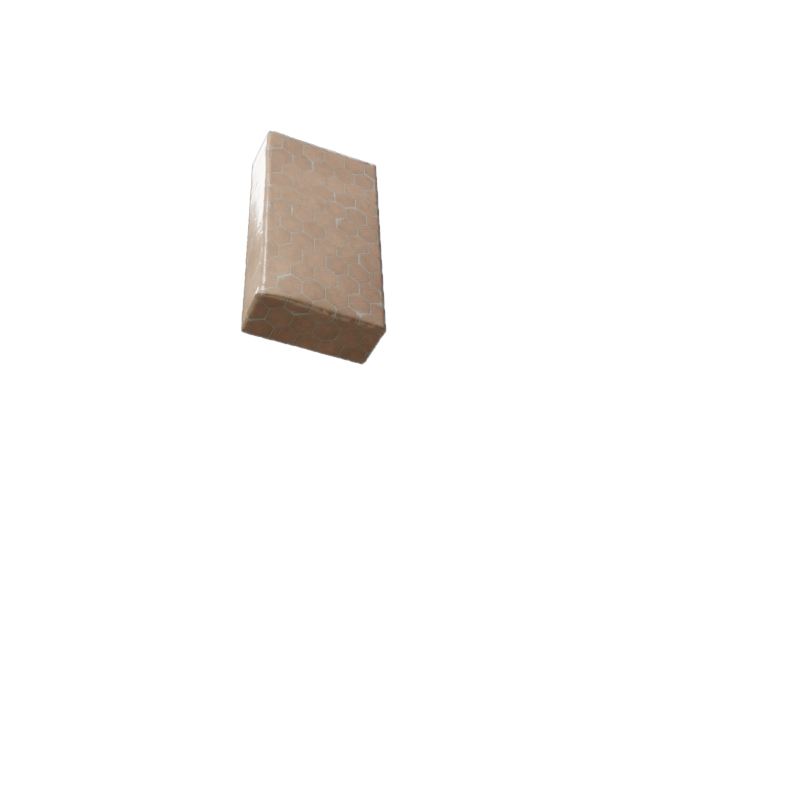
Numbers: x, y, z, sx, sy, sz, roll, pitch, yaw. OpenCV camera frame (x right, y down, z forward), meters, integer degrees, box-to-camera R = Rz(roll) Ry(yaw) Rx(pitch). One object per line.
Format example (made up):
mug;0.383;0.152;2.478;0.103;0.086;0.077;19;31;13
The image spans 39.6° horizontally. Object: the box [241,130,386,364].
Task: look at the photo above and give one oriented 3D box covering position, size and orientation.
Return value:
box;-0.063;-0.114;0.799;0.091;0.189;0.046;15;-48;-17
